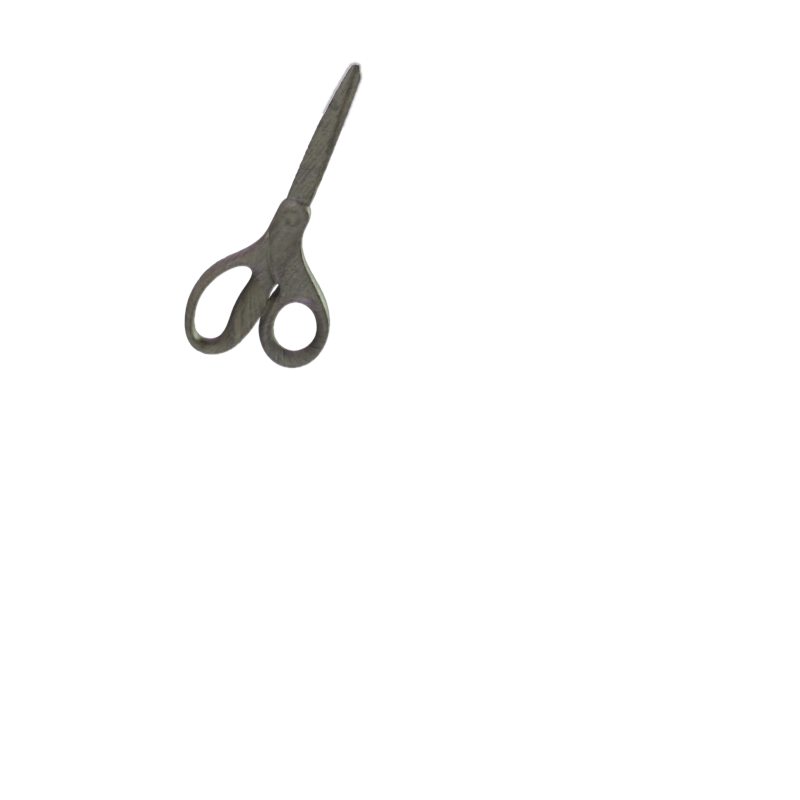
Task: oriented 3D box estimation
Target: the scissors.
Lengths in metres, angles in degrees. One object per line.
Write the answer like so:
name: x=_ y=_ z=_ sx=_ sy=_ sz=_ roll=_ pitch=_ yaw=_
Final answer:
scissors: x=-0.051 y=-0.093 z=0.648 sx=0.092 sy=0.198 sz=0.017 roll=35 pitch=24 yaw=-18
